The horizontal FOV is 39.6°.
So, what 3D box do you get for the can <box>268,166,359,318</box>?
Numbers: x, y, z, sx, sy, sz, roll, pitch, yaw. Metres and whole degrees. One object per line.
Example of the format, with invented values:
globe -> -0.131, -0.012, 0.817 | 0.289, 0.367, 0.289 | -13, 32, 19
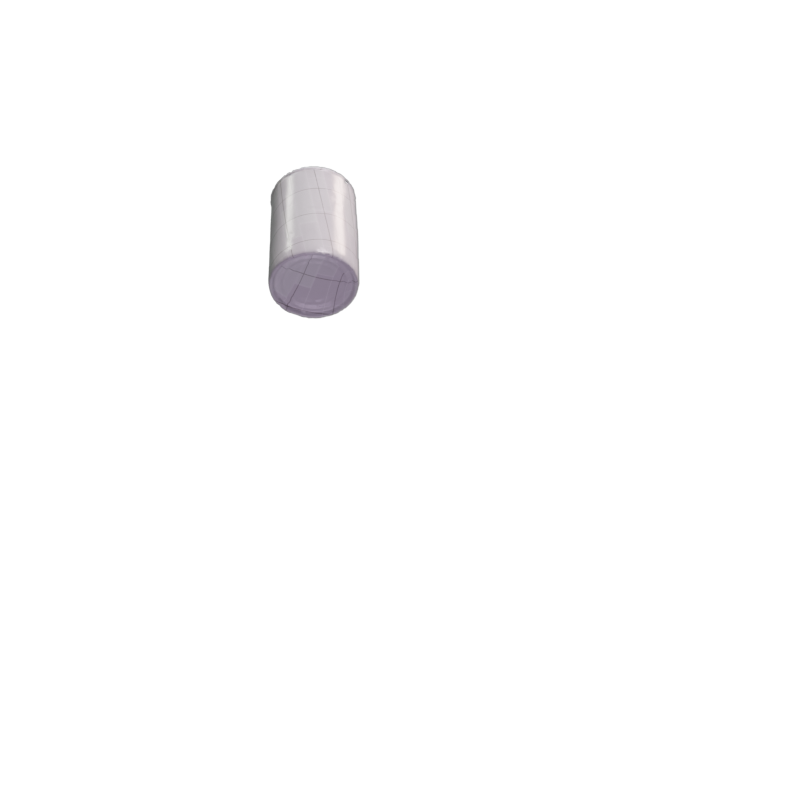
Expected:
can -> -0.066, -0.120, 0.839 | 0.068, 0.064, 0.110 | -1, 44, -3
